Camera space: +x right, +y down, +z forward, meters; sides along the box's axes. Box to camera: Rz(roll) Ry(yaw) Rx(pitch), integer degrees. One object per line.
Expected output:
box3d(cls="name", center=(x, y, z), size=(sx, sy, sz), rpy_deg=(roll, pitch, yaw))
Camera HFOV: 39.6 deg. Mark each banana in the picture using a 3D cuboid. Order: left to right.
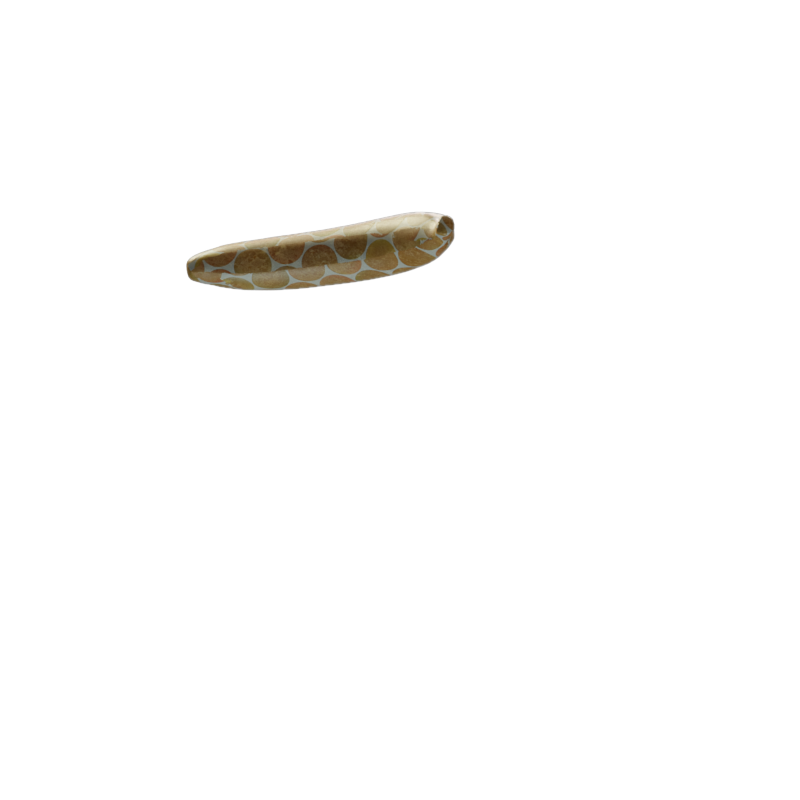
box3d(cls="banana", center=(-0.044, -0.098, 0.722), size=(0.202, 0.038, 0.065), rpy_deg=(-7, -16, 29))
